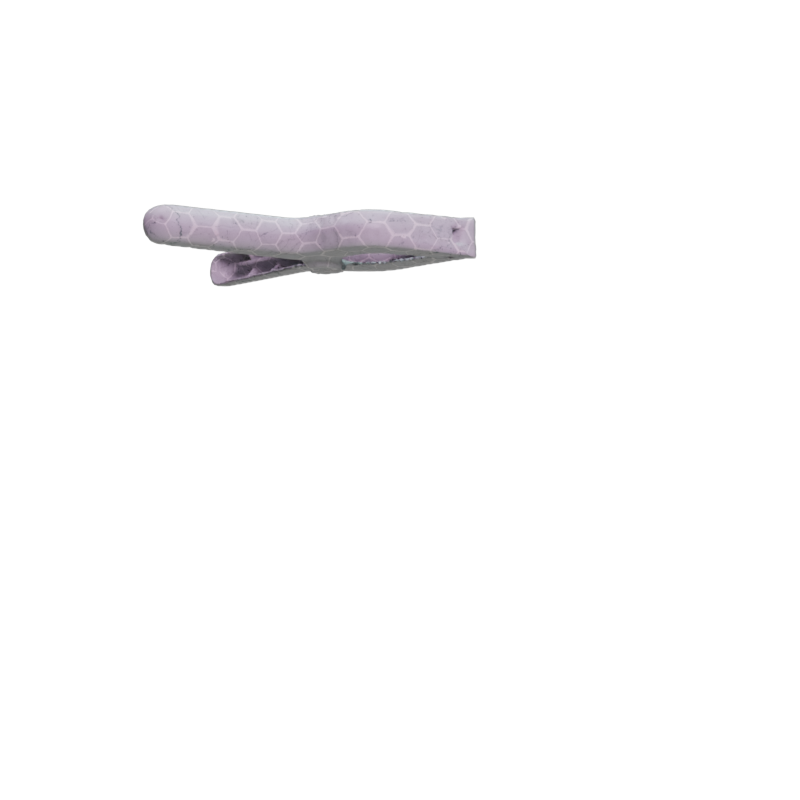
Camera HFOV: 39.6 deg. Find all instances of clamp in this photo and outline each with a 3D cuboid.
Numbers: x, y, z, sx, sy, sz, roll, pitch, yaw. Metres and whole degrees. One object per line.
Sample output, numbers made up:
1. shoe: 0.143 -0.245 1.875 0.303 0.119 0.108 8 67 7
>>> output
1. clamp: -0.058 -0.105 0.737 0.214 0.037 0.158 -1 -5 16
